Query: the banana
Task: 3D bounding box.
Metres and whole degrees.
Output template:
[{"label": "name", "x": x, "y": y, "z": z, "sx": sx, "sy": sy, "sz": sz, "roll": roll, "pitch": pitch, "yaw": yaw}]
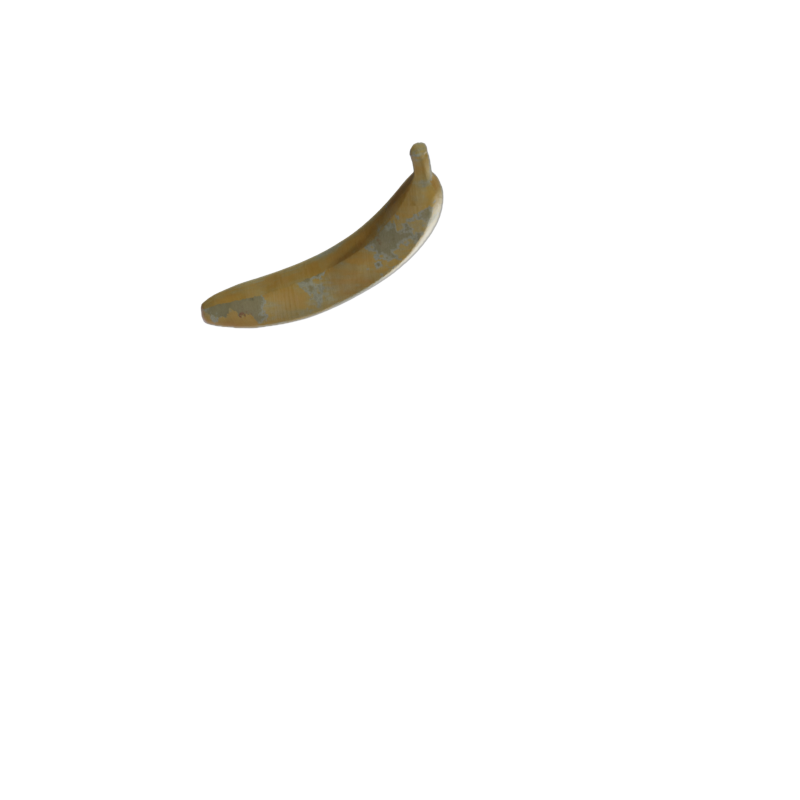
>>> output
[{"label": "banana", "x": -0.041, "y": -0.094, "z": 0.719, "sx": 0.196, "sy": 0.039, "sz": 0.065, "roll": -34, "pitch": -58, "yaw": 24}]
